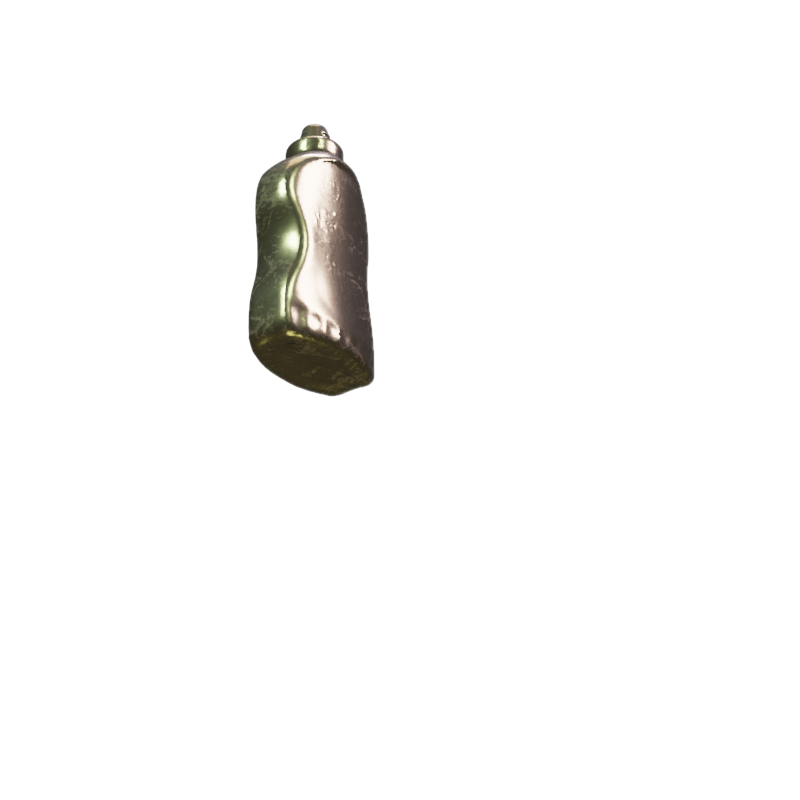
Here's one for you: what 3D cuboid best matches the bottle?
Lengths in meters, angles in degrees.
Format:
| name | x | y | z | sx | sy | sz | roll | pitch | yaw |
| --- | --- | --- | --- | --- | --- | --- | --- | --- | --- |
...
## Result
| name | x | y | z | sx | sy | sz | roll | pitch | yaw |
| --- | --- | --- | --- | --- | --- | --- | --- | --- | --- |
| bottle | -0.058 | -0.106 | 0.742 | 0.059 | 0.205 | 0.089 | -24 | -37 | 30 |
